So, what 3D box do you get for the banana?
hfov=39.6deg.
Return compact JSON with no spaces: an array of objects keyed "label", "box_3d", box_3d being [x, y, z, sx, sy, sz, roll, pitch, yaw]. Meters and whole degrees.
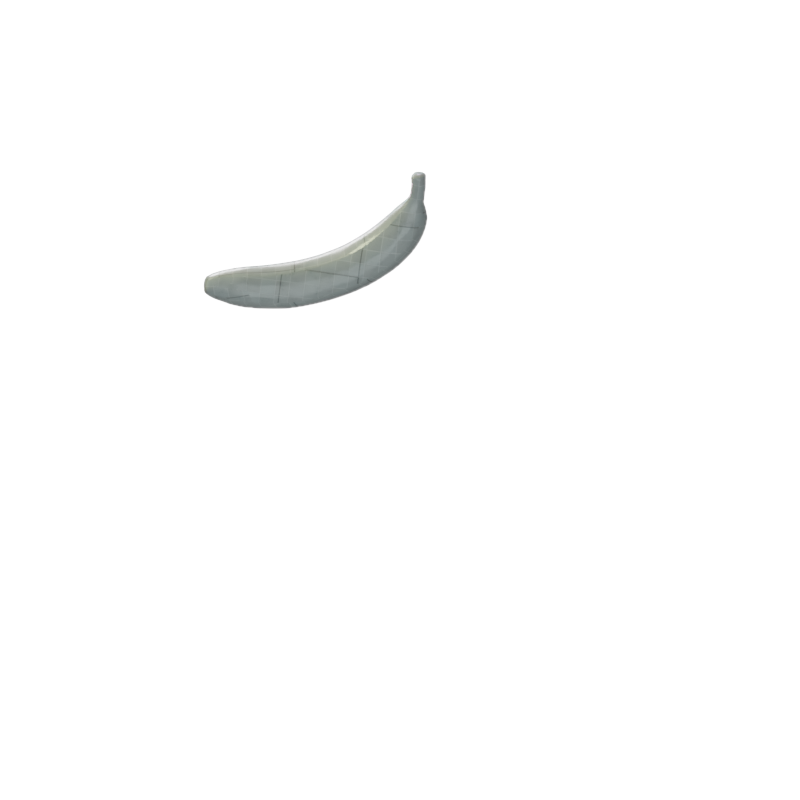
[{"label":"banana","box_3d":[-0.056,-0.112,0.877,0.198,0.066,0.039,-26,22,10]}]
